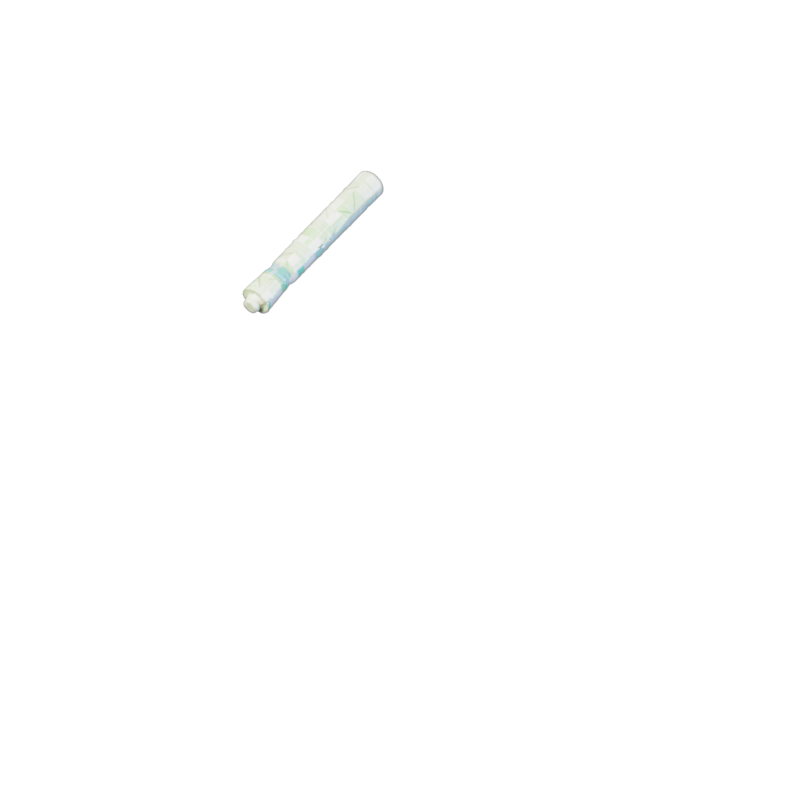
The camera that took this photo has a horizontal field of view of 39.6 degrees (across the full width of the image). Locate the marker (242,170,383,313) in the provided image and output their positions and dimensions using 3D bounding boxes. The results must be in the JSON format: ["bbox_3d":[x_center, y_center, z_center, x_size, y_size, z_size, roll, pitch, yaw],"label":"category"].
[{"bbox_3d":[-0.051,-0.093,0.650,0.021,0.018,0.124,3,43,45],"label":"marker"}]
